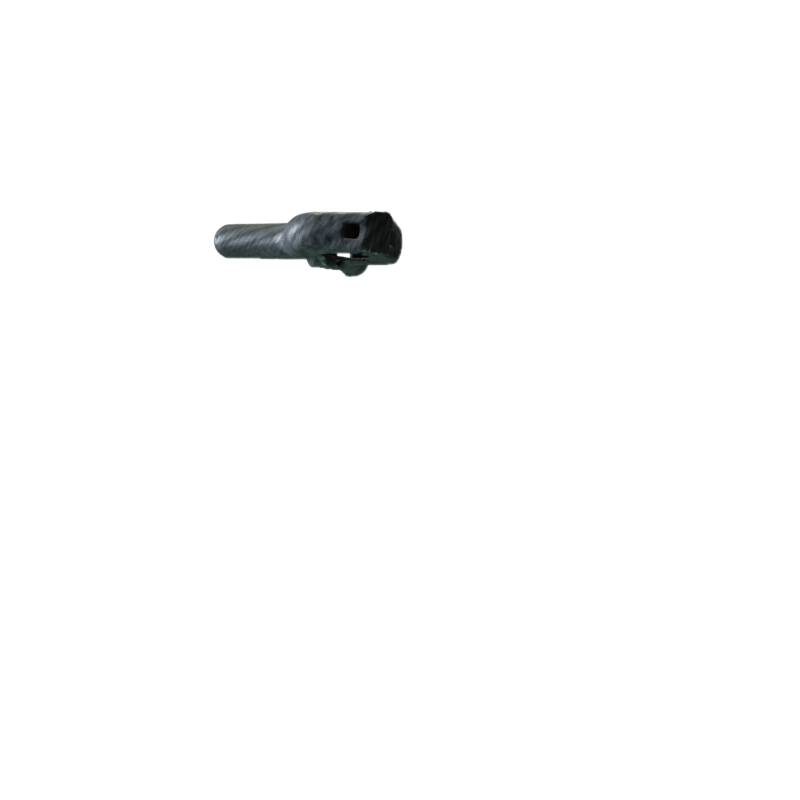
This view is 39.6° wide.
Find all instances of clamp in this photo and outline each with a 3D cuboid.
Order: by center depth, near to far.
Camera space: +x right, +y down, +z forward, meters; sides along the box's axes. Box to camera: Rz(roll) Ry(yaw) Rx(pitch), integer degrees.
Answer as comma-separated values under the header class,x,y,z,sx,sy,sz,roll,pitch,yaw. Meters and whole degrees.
class,x,y,z,sx,sy,sz,roll,pitch,yaw
clamp,-0.060,-0.109,0.762,0.118,0.040,0.173,0,-1,-17
